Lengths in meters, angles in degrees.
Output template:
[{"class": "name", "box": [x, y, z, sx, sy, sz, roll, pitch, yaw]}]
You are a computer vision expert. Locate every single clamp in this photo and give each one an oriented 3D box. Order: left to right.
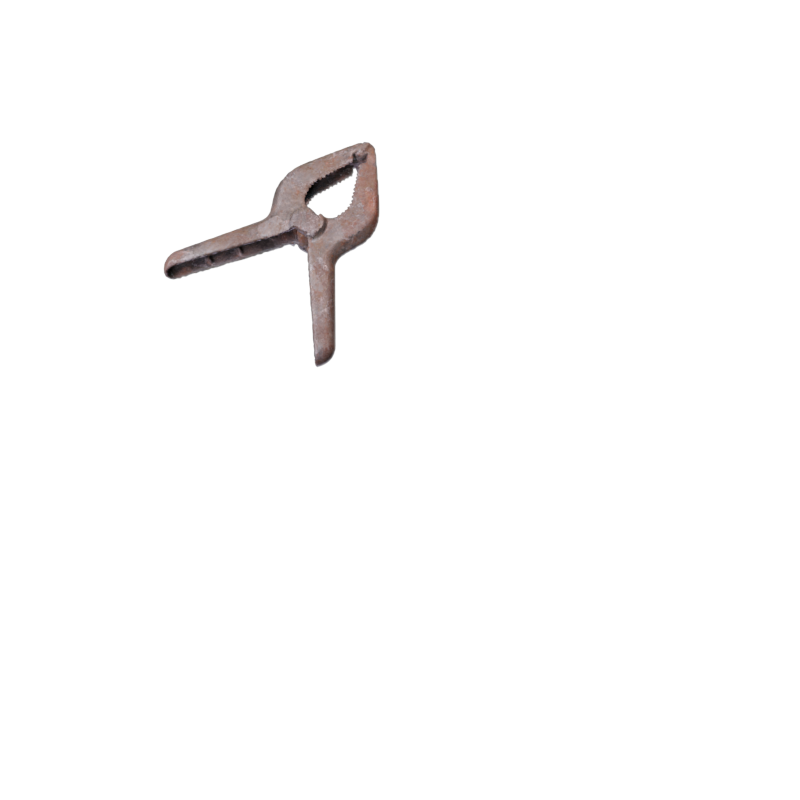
[{"class": "clamp", "box": [-0.074, -0.135, 0.946, 0.172, 0.214, 0.034, 35, -24, 18]}]
